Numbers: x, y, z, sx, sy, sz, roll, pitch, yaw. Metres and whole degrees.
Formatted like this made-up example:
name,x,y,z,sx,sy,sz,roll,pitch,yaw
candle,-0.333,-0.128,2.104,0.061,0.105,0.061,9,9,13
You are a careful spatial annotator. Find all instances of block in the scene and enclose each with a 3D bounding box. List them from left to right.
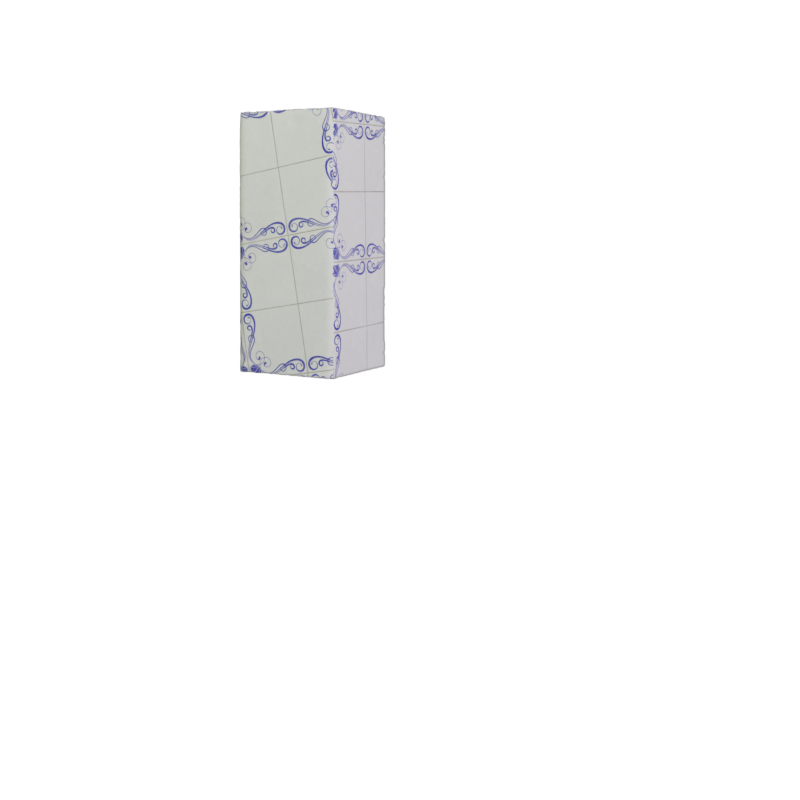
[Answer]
name,x,y,z,sx,sy,sz,roll,pitch,yaw
block,-0.071,-0.128,0.897,0.093,0.205,0.088,1,3,28
